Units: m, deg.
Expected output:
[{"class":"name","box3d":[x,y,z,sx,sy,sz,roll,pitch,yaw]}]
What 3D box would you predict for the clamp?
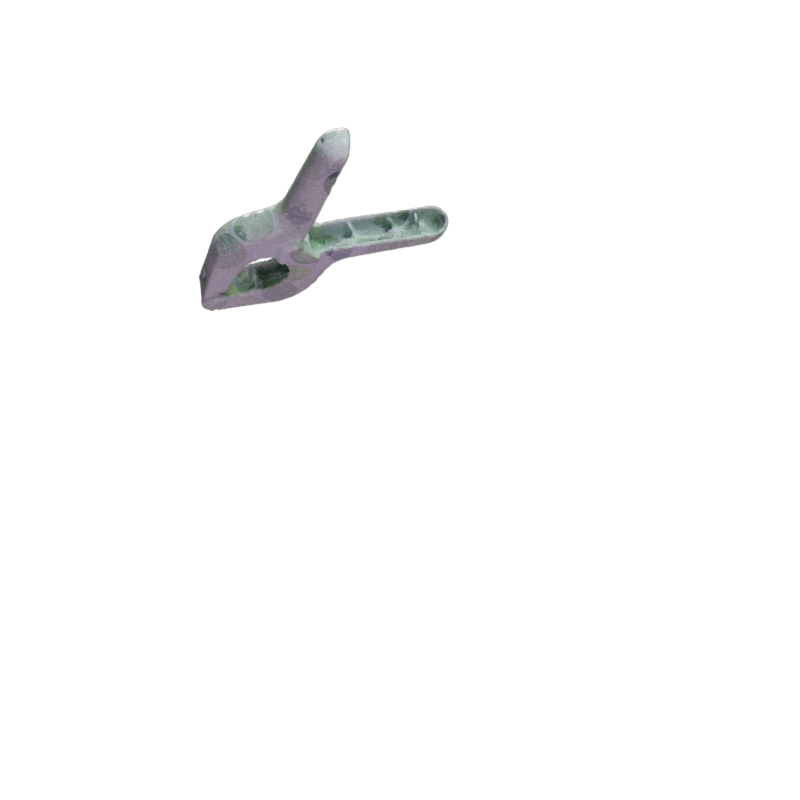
[{"class":"clamp","box3d":[-0.057,-0.103,0.724,0.170,0.042,0.113,-30,-46,34]}]
